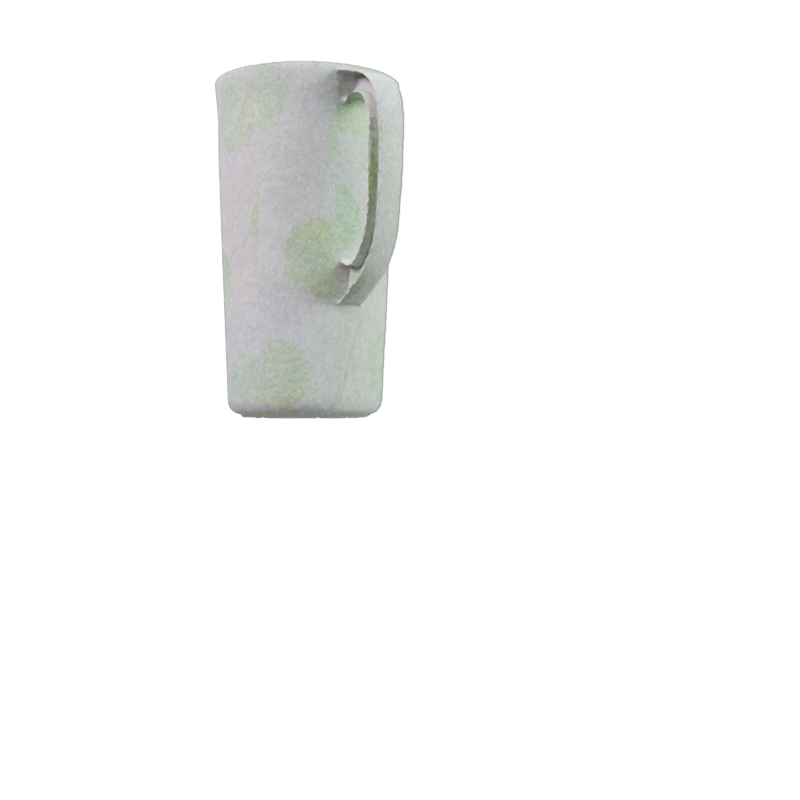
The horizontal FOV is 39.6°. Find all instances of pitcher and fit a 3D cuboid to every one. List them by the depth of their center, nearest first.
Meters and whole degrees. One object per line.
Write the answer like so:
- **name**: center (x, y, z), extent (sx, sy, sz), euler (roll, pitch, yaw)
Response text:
- **pitcher**: center (-0.061, -0.111, 0.776), extent (0.147, 0.247, 0.145), euler (-1, -5, 10)
